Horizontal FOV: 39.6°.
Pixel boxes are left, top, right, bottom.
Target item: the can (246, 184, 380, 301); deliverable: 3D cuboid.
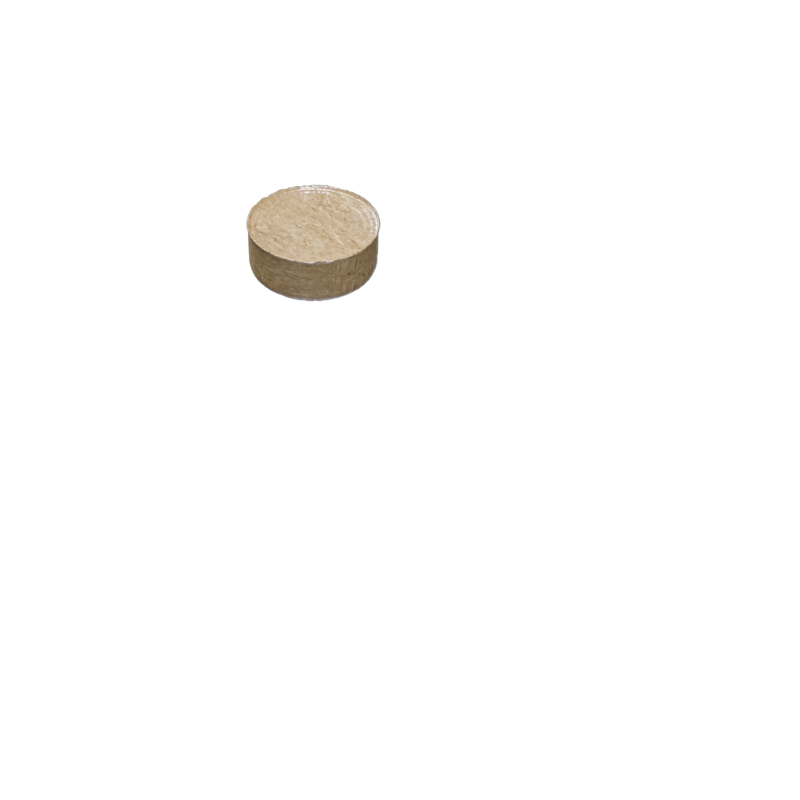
[{"bbox_3d":[-0.056,-0.103,0.719,0.086,0.031,0.092,-1,41,-2],"label":"can"}]
